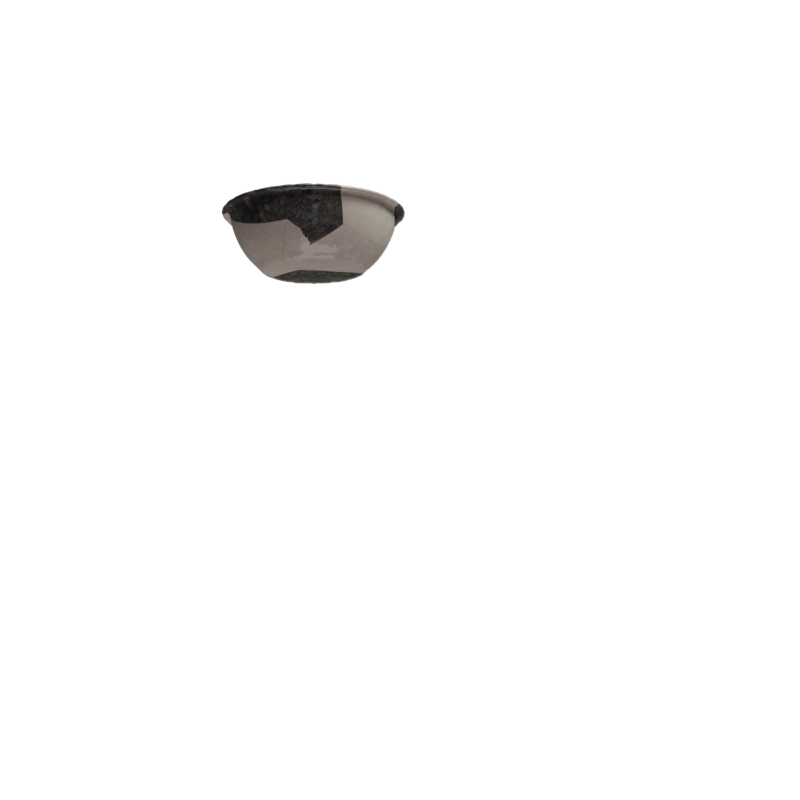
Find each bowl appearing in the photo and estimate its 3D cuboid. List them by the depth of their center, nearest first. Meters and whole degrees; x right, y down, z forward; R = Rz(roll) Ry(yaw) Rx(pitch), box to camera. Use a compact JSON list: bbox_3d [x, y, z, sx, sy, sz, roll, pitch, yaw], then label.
[{"bbox_3d":[-0.076,-0.139,0.975,0.162,0.057,0.158,0,-9,-2],"label":"bowl"}]
